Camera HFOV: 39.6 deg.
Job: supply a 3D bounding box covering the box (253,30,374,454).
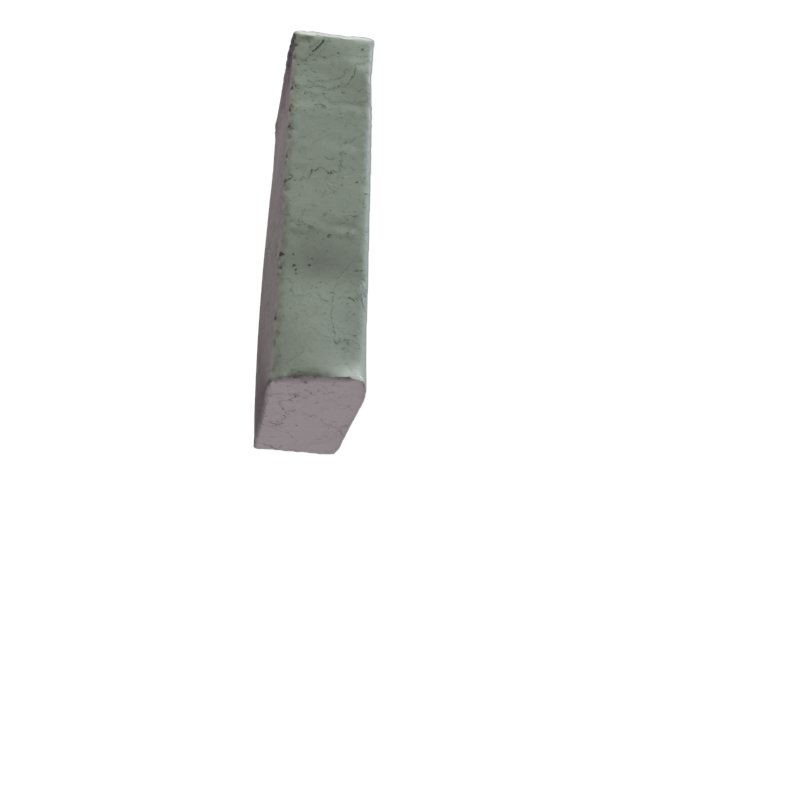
[{"bbox_3d":[-0.041,-0.074,0.518,0.047,0.187,0.089,3,-26,-11],"label":"box"}]
